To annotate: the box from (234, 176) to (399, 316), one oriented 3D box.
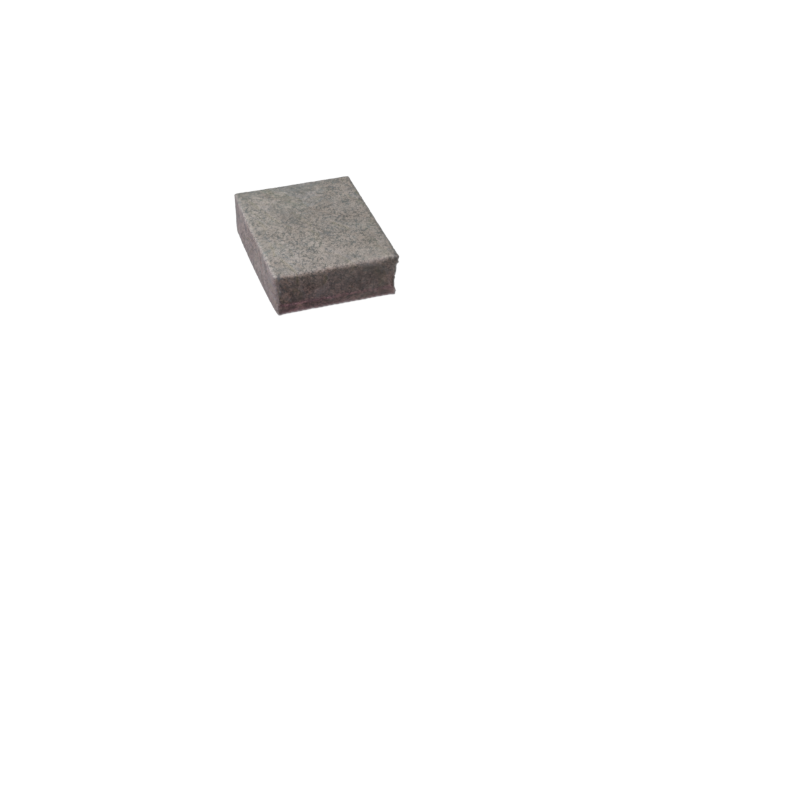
[{"bbox_3d":[-0.062,-0.113,0.793,0.089,0.036,0.123,-13,43,-14],"label":"box"}]
